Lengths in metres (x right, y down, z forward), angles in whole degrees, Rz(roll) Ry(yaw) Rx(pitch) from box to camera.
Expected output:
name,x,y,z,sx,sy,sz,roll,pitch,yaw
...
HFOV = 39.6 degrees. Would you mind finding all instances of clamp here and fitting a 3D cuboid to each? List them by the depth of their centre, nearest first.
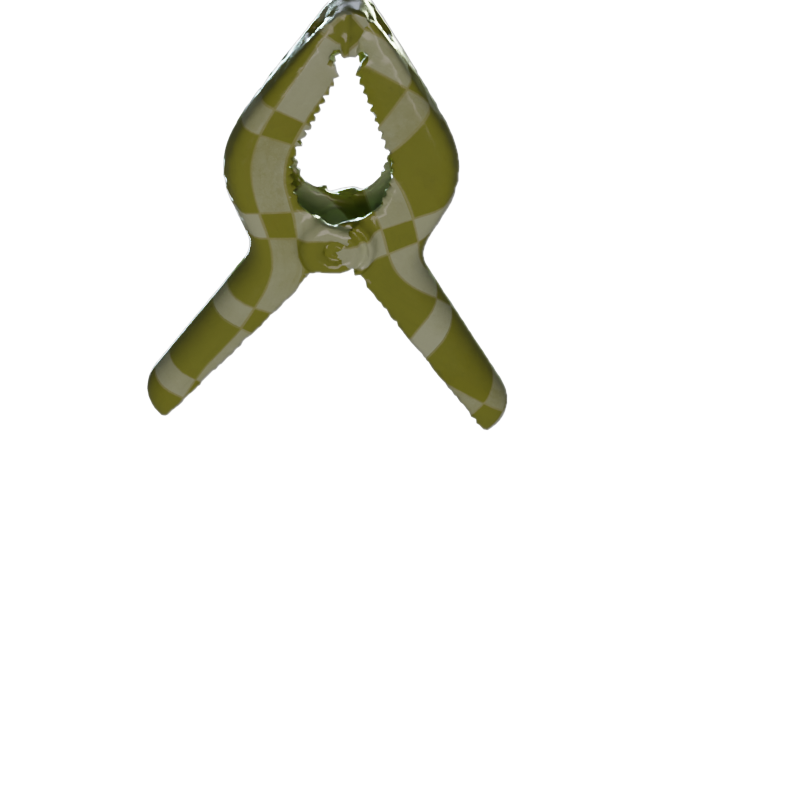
name,x,y,z,sx,sy,sz,roll,pitch,yaw
clamp,-0.037,-0.067,0.467,0.165,0.196,0.039,-3,35,2
